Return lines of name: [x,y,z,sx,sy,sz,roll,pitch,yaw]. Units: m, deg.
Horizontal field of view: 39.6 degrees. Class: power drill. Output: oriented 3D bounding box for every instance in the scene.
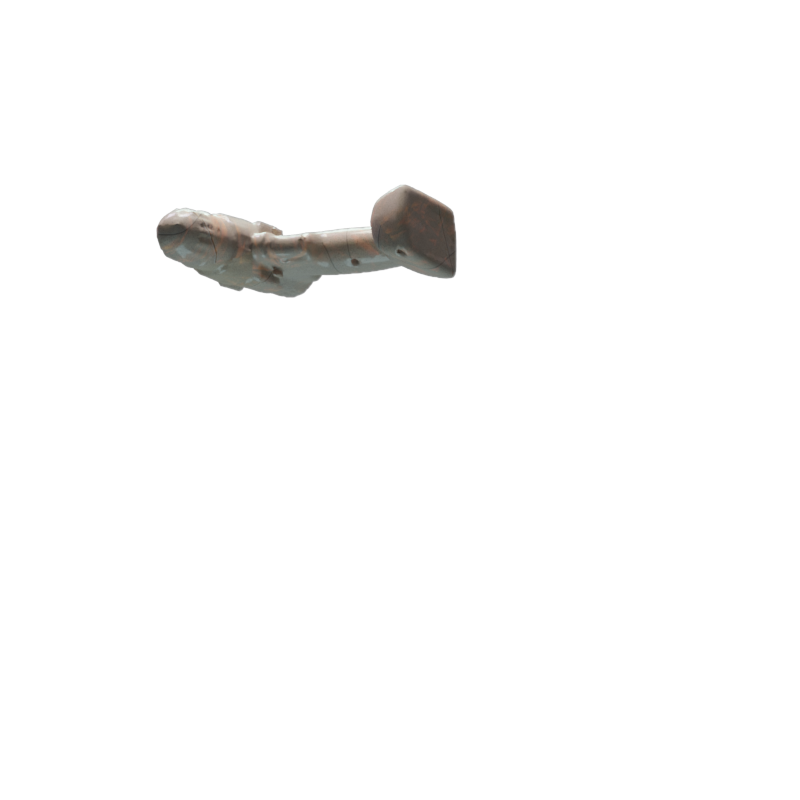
power drill: [-0.065,-0.119,0.834,0.193,0.058,0.176,-2,-4,28]
